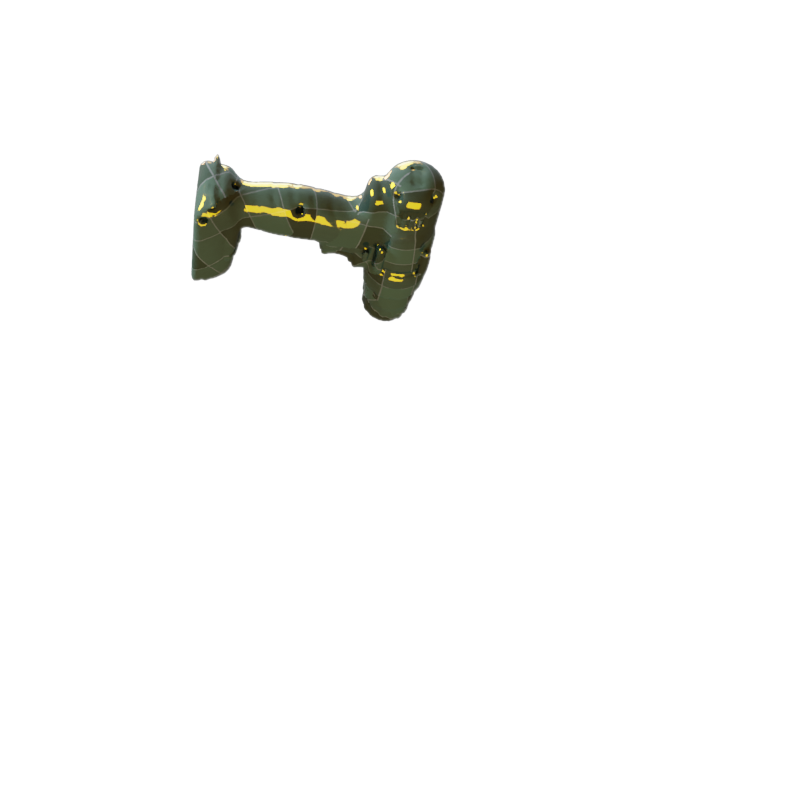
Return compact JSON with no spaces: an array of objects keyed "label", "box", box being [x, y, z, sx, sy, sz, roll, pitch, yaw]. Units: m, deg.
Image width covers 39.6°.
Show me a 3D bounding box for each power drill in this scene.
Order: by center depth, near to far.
[{"label":"power drill","box":[-0.068,-0.124,0.867,0.186,0.061,0.174,4,-32,-6]}]
